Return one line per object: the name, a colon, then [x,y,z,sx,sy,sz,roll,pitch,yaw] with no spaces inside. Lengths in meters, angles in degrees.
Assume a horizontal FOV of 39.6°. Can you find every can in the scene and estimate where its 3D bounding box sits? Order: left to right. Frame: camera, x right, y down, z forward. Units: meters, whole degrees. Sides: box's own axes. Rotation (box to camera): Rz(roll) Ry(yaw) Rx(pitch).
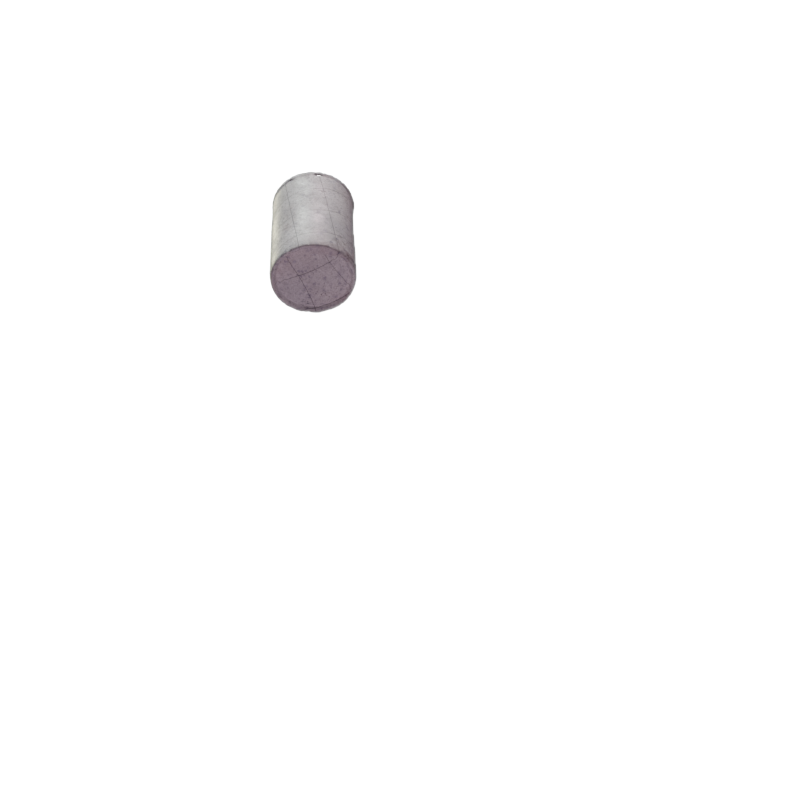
can: [-0.069,-0.126,0.883,0.068,0.064,0.110,-1,40,-3]
